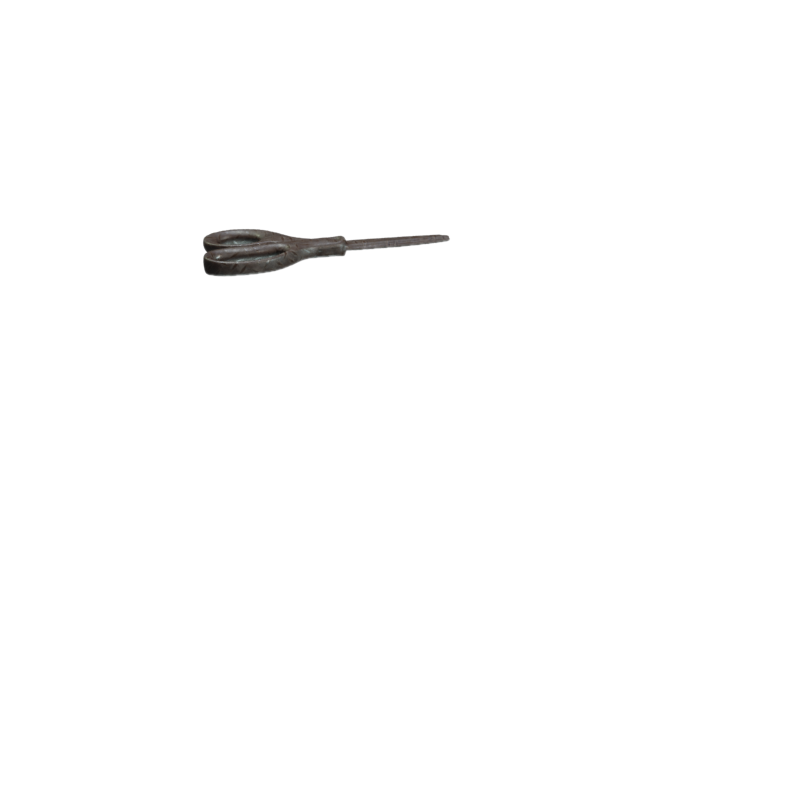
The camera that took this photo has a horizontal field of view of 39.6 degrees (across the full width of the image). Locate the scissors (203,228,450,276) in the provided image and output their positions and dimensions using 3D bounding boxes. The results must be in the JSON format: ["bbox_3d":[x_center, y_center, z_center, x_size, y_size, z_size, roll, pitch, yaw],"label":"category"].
[{"bbox_3d":[-0.070,-0.127,0.890,0.198,0.015,0.103,-14,28,-28],"label":"scissors"}]
